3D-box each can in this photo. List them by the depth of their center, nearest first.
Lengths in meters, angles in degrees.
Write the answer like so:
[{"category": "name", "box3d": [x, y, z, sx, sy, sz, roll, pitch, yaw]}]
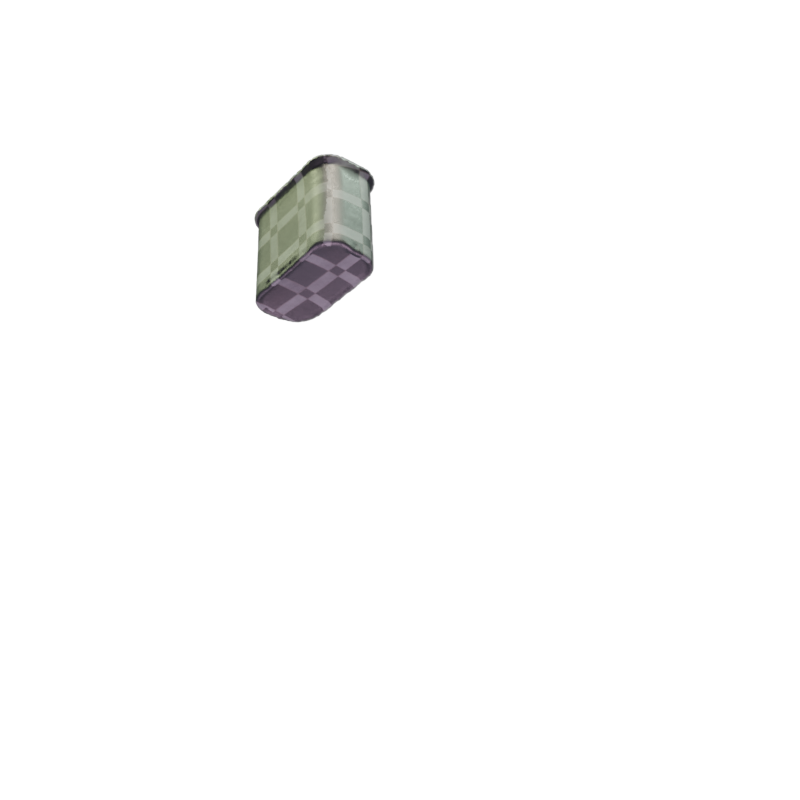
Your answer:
[{"category": "can", "box3d": [-0.064, -0.117, 0.816, 0.054, 0.090, 0.100, 25, -44, -32]}]
